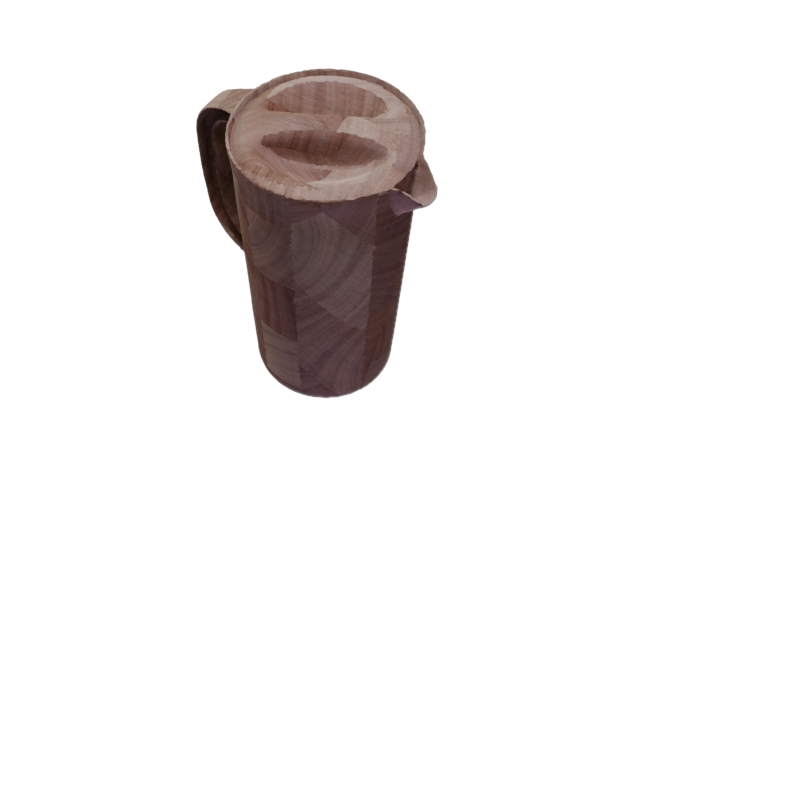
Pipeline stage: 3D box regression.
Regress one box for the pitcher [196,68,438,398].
[{"bbox_3d":[-0.064,-0.117,0.818,0.143,0.161,0.227,-10,-38,-11],"label":"pitcher"}]
